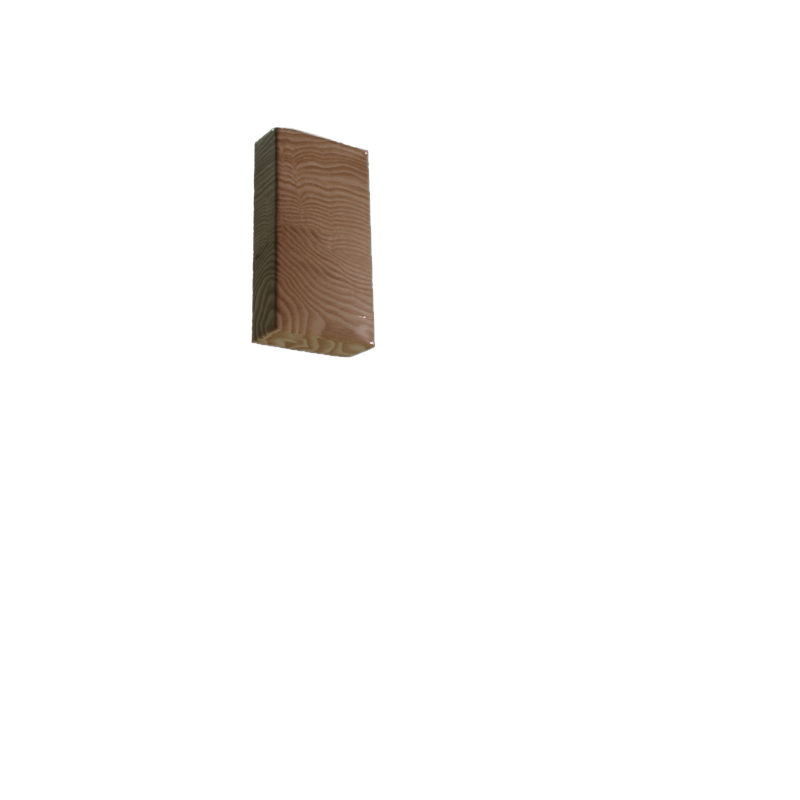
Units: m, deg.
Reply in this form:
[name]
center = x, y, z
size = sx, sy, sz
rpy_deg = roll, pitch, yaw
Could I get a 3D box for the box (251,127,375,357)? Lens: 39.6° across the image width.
[box]
center = -0.070, -0.127, 0.891
size = 0.089, 0.185, 0.048
rpy_deg = 11, -23, -31
